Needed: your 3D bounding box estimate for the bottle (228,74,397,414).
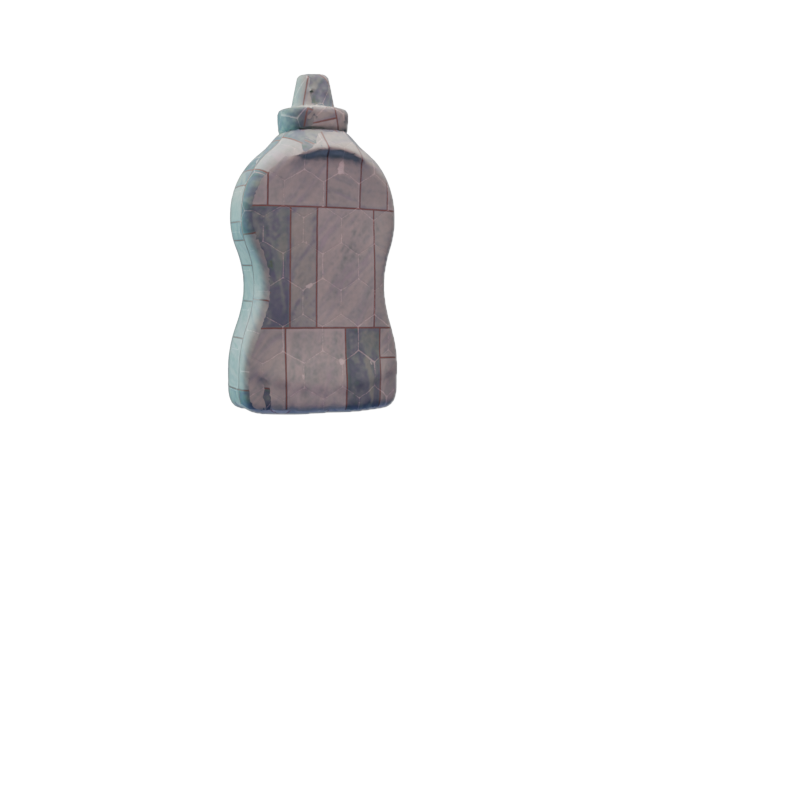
[{"bbox_3d":[-0.050,-0.091,0.637,0.093,0.192,0.060,0,-1,-23],"label":"bottle"}]
